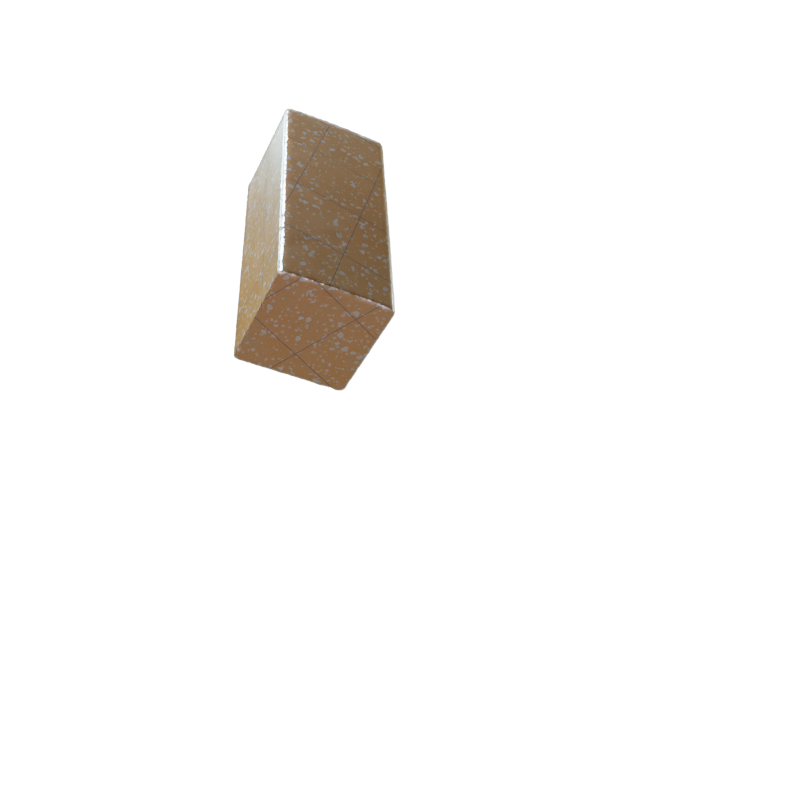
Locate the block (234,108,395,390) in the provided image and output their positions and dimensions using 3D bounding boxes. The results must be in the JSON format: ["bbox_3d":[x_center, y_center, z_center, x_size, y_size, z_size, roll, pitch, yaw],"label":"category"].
[{"bbox_3d":[-0.066,-0.122,0.855,0.087,0.221,0.087,18,-51,-19],"label":"block"}]
